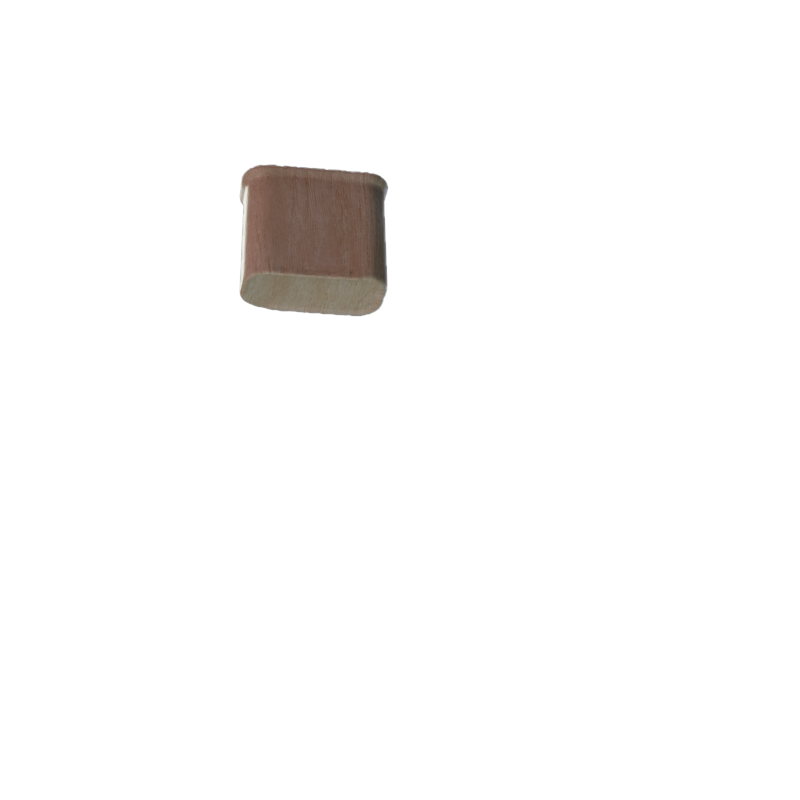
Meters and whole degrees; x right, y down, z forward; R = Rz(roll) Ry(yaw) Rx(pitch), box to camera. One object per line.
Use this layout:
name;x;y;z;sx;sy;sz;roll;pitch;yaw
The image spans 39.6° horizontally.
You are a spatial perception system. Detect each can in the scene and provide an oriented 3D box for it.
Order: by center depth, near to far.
can;-0.059;-0.107;0.752;0.101;0.089;0.055;3;-29;-8
